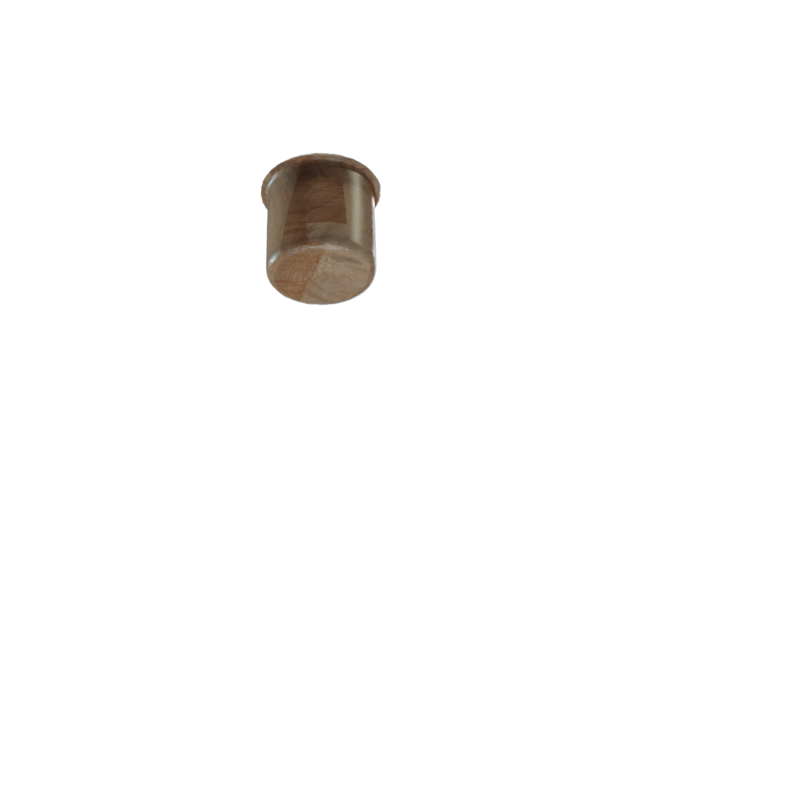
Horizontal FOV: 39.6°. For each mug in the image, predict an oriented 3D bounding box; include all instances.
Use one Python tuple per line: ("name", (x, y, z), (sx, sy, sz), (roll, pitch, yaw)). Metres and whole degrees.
("mug", (-0.066, -0.120, 0.843), (0.089, 0.087, 0.115), (17, -37, -27))
